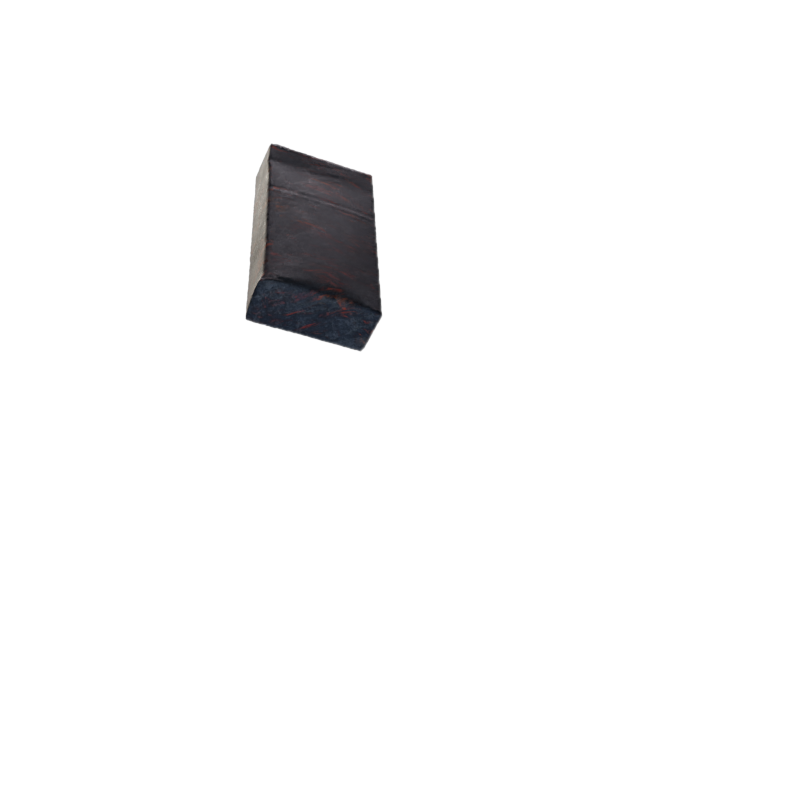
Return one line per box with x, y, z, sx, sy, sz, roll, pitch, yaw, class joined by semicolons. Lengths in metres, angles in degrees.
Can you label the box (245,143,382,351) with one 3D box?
-0.067;-0.121;0.851;0.091;0.046;0.189;15;38;-15;box
